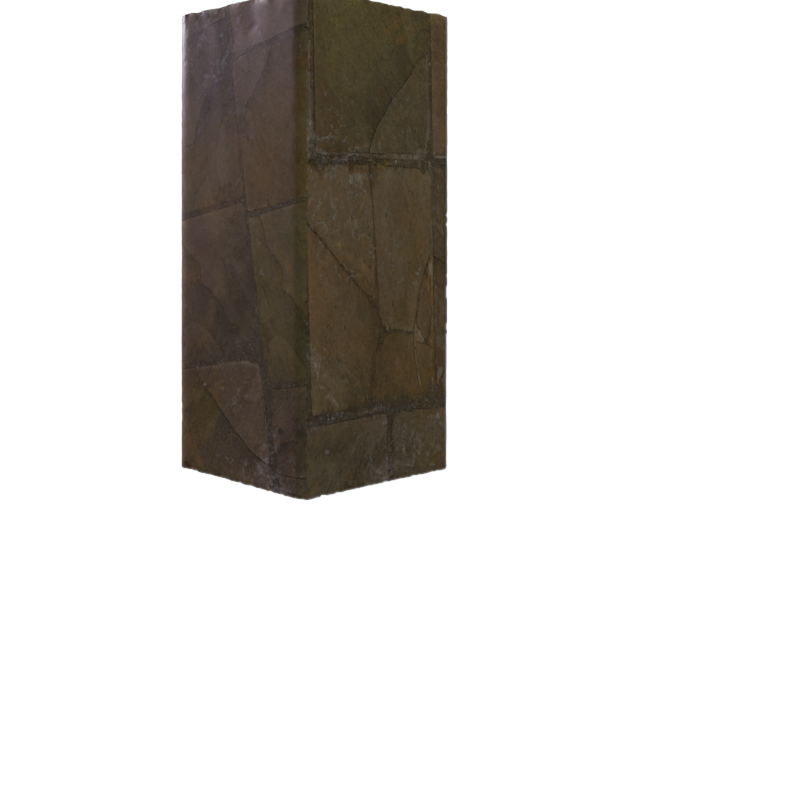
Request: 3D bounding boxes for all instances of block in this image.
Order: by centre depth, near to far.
[{"bbox_3d":[-0.040,-0.072,0.506,0.094,0.205,0.087,2,3,45],"label":"block"}]
